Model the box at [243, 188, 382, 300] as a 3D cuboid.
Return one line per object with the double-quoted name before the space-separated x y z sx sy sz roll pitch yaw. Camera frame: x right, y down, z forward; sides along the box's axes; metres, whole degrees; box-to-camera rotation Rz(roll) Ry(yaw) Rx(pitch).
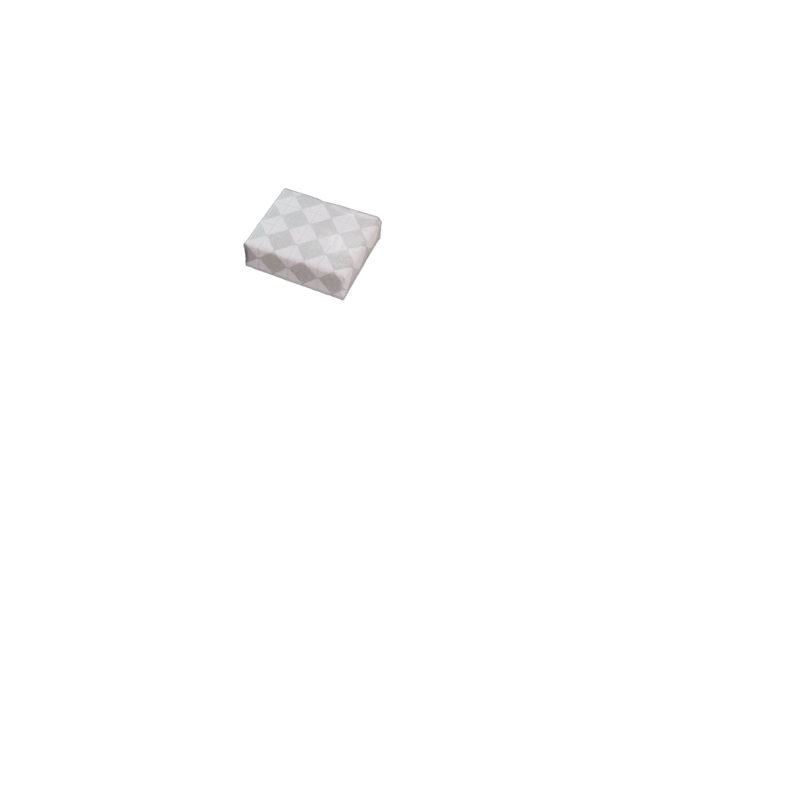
"box" -0.069 -0.126 0.884 0.092 0.076 0.028 19 -39 15
